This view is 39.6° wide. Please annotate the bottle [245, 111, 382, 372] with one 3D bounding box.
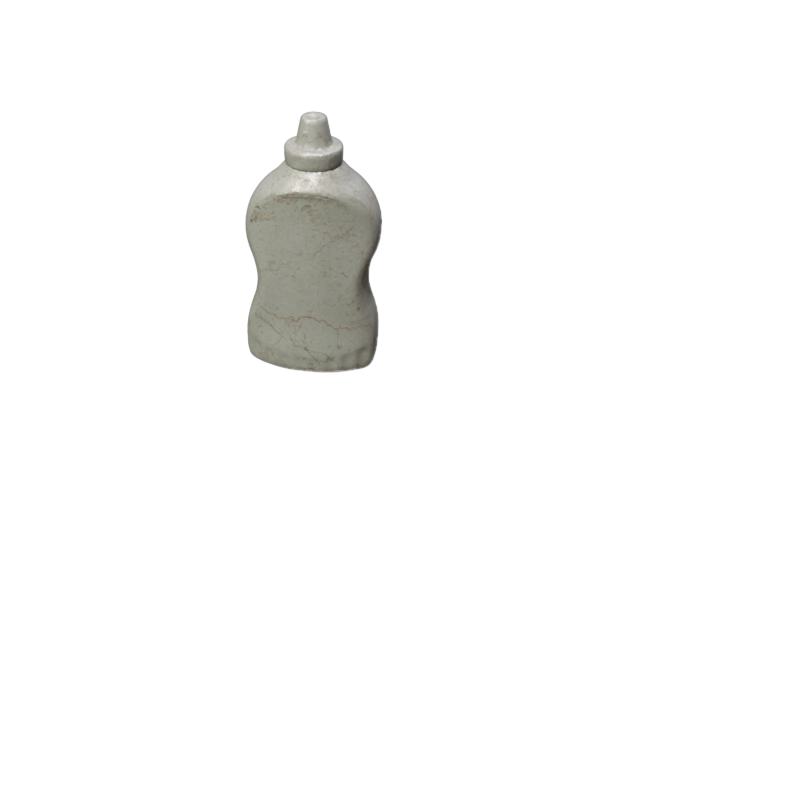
[{"bbox_3d":[-0.062,-0.113,0.793,0.097,0.180,0.061,7,30,8],"label":"bottle"}]
